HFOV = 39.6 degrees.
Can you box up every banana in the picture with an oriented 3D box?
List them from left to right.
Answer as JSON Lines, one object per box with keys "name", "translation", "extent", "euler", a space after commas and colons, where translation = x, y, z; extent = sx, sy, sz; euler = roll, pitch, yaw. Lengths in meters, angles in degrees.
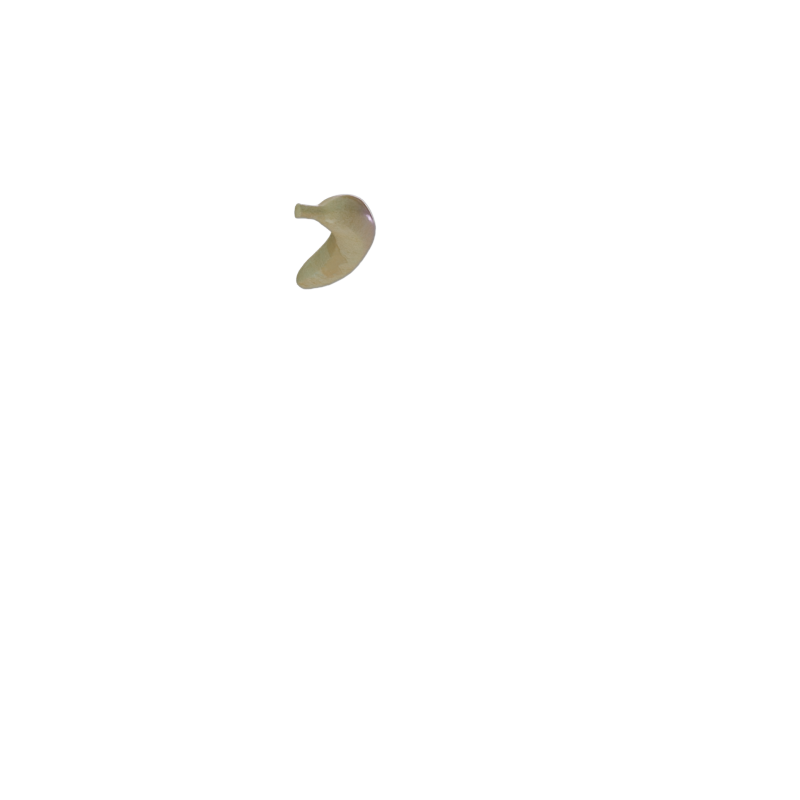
{"name": "banana", "translation": [-0.057, -0.139, 0.965], "extent": [0.069, 0.038, 0.190], "euler": [1, -14, -4]}
